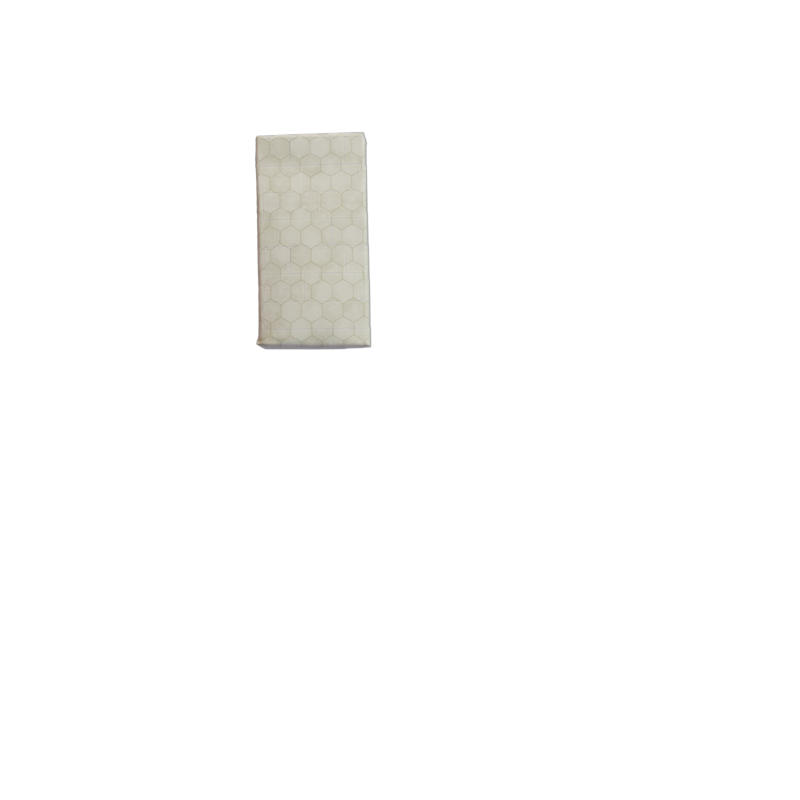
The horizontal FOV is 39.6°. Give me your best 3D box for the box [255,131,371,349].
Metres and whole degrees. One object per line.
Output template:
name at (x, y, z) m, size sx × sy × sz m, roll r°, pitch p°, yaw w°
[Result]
box at (-0.072, -0.131, 0.918) m, size 0.094 × 0.180 × 0.047 m, roll -1°, pitch -9°, yaw 4°
